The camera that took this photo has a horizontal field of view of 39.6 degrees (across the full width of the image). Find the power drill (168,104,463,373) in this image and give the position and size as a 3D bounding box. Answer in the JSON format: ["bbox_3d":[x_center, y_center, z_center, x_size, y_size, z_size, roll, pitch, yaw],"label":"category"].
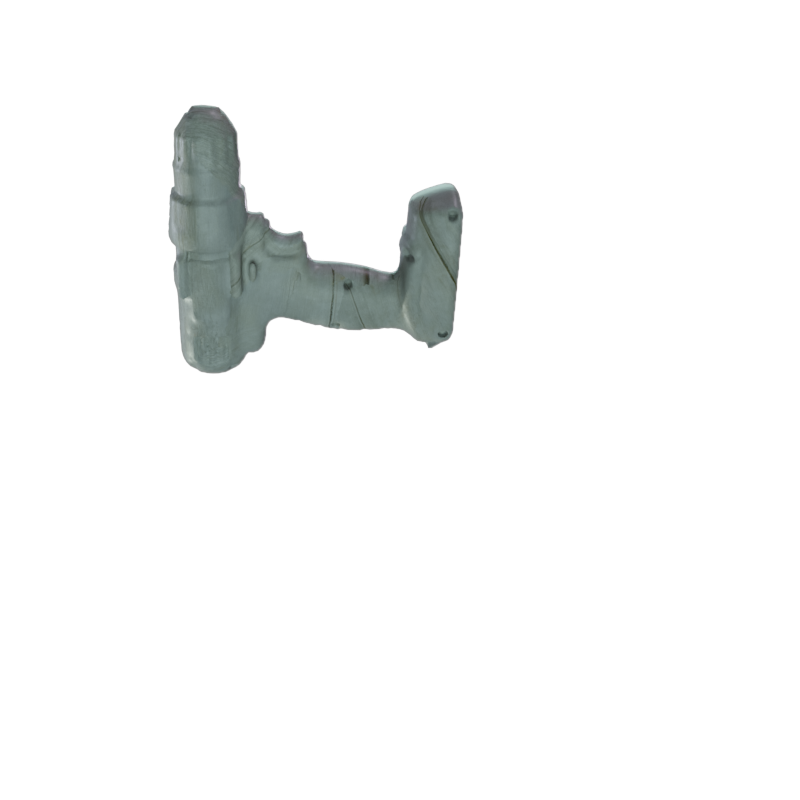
[{"bbox_3d":[-0.057,-0.103,0.723,0.187,0.174,0.061,1,29,-1],"label":"power drill"}]
